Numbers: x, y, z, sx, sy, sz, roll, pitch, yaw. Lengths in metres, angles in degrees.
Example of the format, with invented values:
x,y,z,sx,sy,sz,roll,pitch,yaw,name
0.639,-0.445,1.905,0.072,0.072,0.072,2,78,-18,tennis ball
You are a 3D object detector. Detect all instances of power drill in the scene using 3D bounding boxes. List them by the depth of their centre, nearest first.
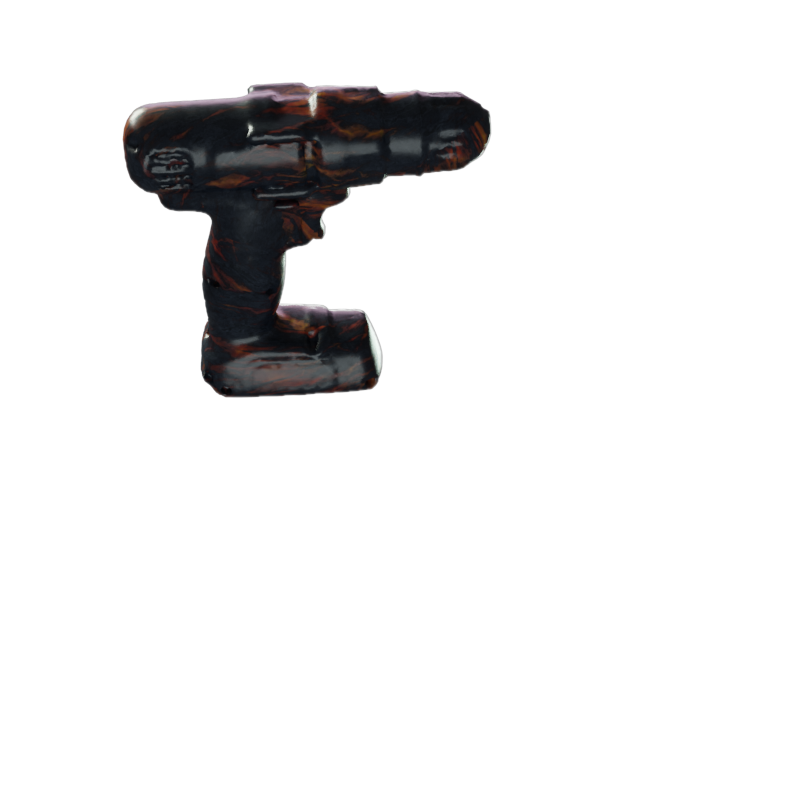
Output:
x,y,z,sx,sy,sz,roll,pitch,yaw,name
-0.047,-0.086,0.602,0.184,0.175,0.062,-1,41,0,power drill
